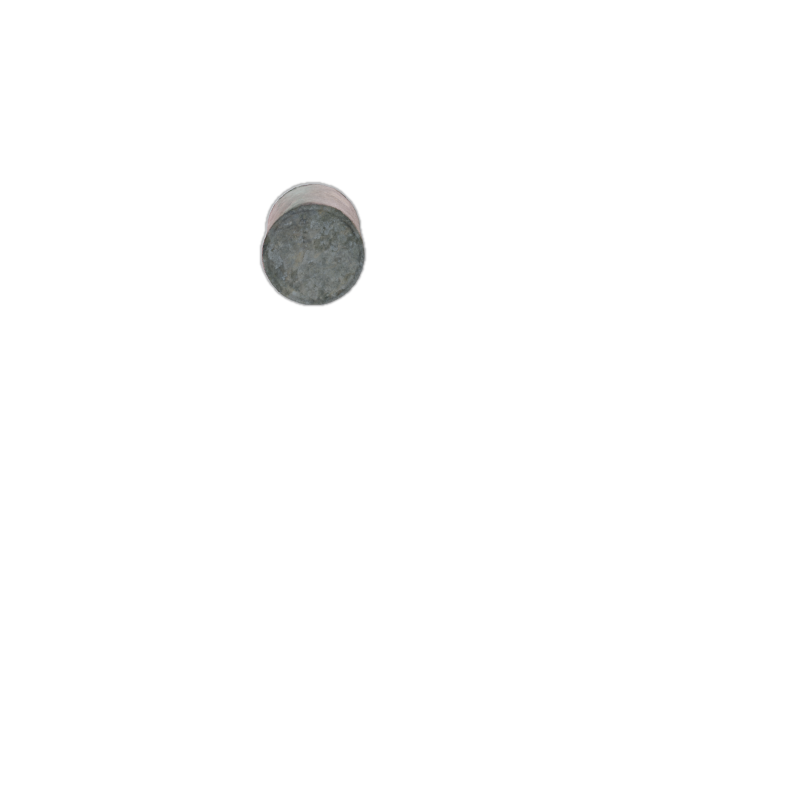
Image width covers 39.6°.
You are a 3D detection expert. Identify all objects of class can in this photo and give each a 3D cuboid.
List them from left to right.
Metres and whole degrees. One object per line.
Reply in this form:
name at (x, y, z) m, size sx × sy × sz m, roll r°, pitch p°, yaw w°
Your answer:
can at (-0.059, -0.107, 0.748) m, size 0.068 × 0.066 × 0.106 m, roll 0°, pitch 15°, yaw -3°
